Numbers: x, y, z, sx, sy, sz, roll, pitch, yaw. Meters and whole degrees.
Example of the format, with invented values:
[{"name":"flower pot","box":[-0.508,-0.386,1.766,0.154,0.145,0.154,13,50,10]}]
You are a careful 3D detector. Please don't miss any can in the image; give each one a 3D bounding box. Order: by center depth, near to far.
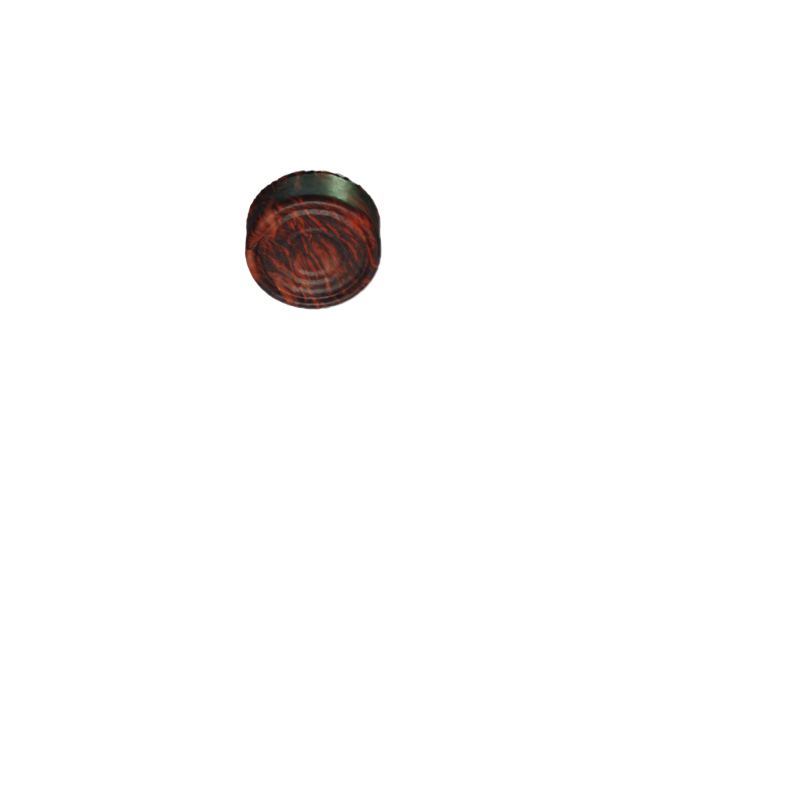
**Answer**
[{"name":"can","box":[-0.054,-0.099,0.693,0.086,0.080,0.036,1,38,-1]}]
